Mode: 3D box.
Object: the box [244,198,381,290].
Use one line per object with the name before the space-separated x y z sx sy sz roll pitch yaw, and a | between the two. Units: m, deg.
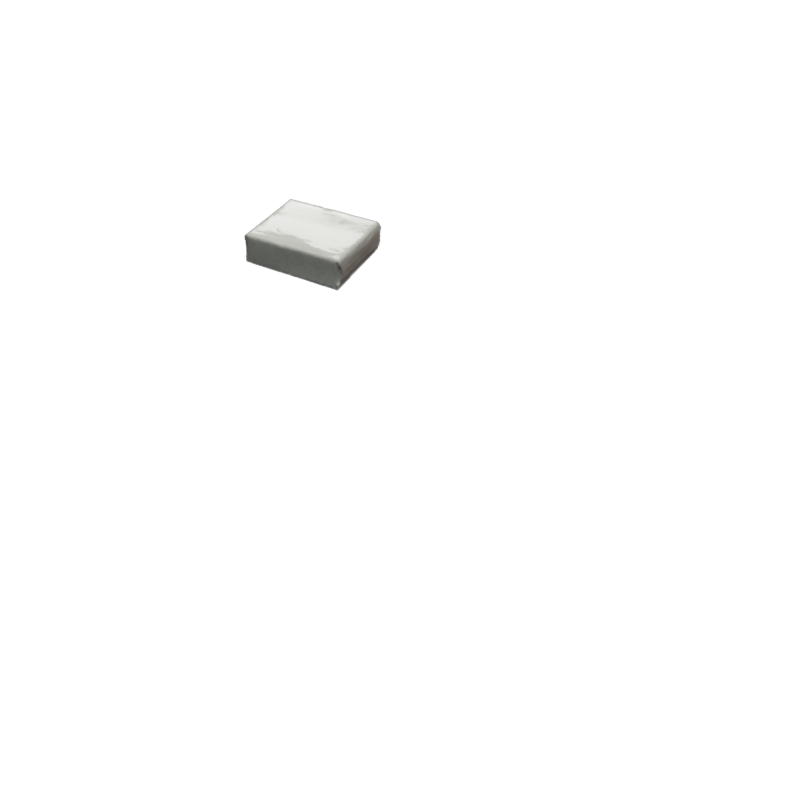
box | -0.071 -0.130 0.910 0.093 0.028 0.075 17 39 23
